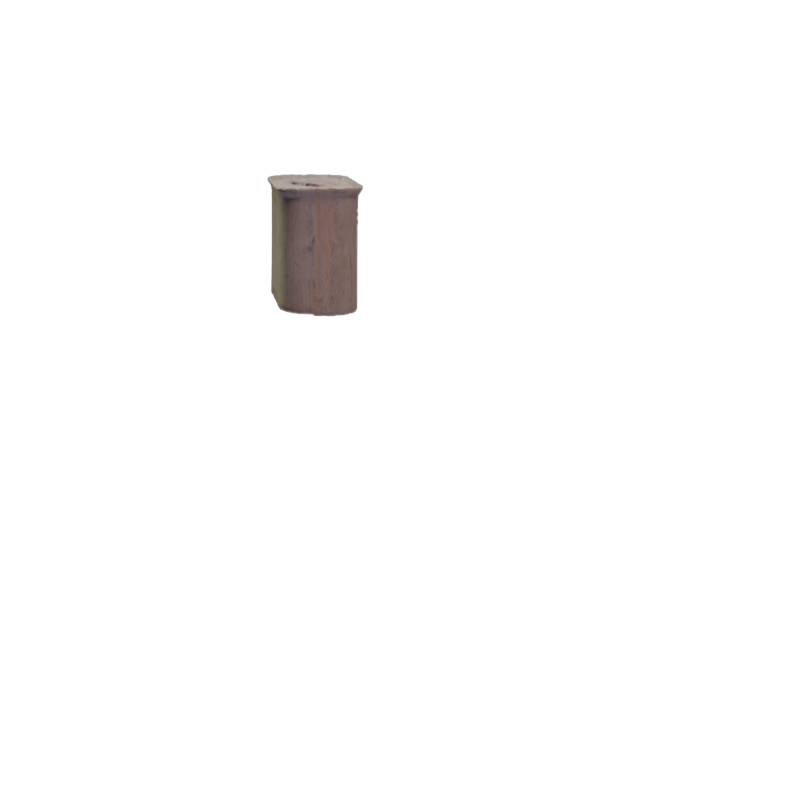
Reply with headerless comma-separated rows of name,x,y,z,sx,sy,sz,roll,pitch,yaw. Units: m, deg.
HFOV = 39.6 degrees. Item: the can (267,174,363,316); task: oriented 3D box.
can,-0.059,-0.107,0.752,0.057,0.082,0.106,-1,14,-10
